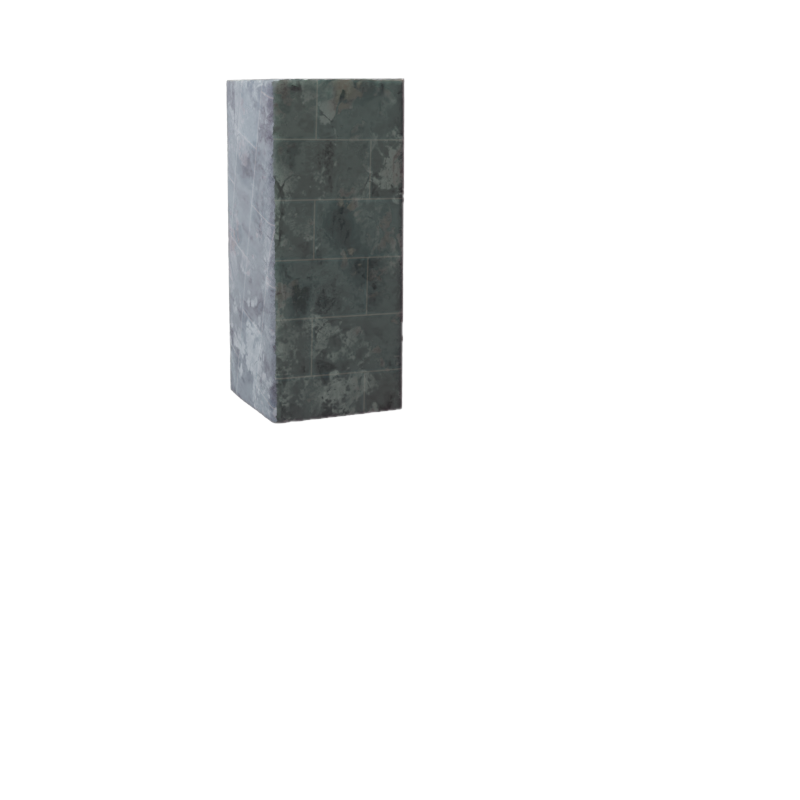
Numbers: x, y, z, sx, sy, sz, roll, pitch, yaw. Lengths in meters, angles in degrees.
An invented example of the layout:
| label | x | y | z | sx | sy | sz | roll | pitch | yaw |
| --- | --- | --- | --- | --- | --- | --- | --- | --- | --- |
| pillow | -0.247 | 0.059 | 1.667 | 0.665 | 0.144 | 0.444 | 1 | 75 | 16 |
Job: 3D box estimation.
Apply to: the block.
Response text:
| label | x | y | z | sx | sy | sz | roll | pitch | yaw |
| --- | --- | --- | --- | --- | --- | --- | --- | --- | --- |
| block | -0.055 | -0.101 | 0.706 | 0.088 | 0.202 | 0.094 | -3 | 10 | -24 |
